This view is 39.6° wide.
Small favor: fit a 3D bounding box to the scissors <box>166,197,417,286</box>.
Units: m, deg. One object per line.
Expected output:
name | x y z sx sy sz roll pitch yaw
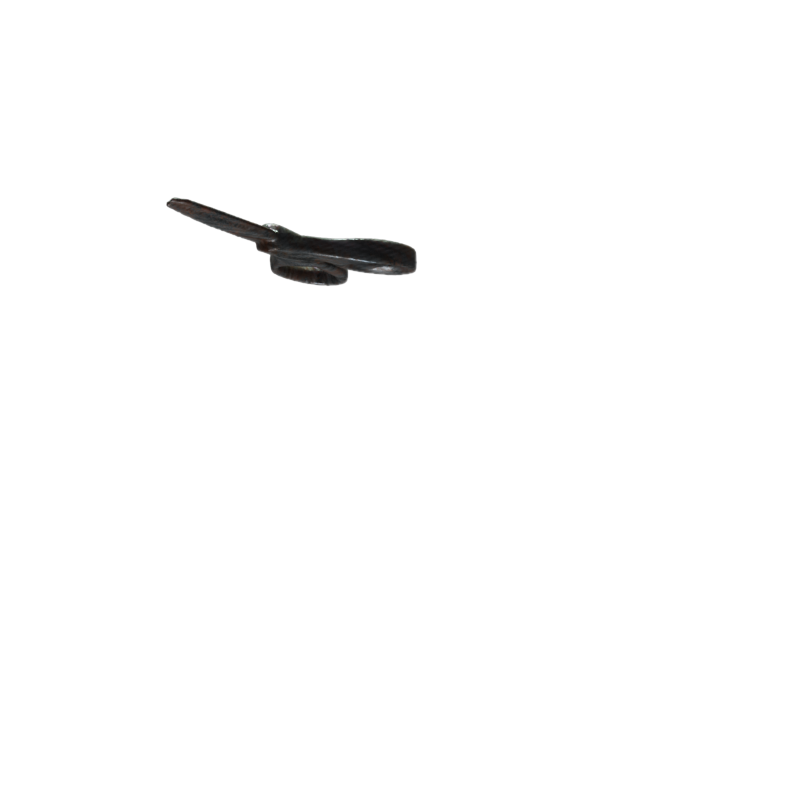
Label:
scissors | -0.047 -0.085 0.597 0.097 0.016 0.195 -1 -4 9
